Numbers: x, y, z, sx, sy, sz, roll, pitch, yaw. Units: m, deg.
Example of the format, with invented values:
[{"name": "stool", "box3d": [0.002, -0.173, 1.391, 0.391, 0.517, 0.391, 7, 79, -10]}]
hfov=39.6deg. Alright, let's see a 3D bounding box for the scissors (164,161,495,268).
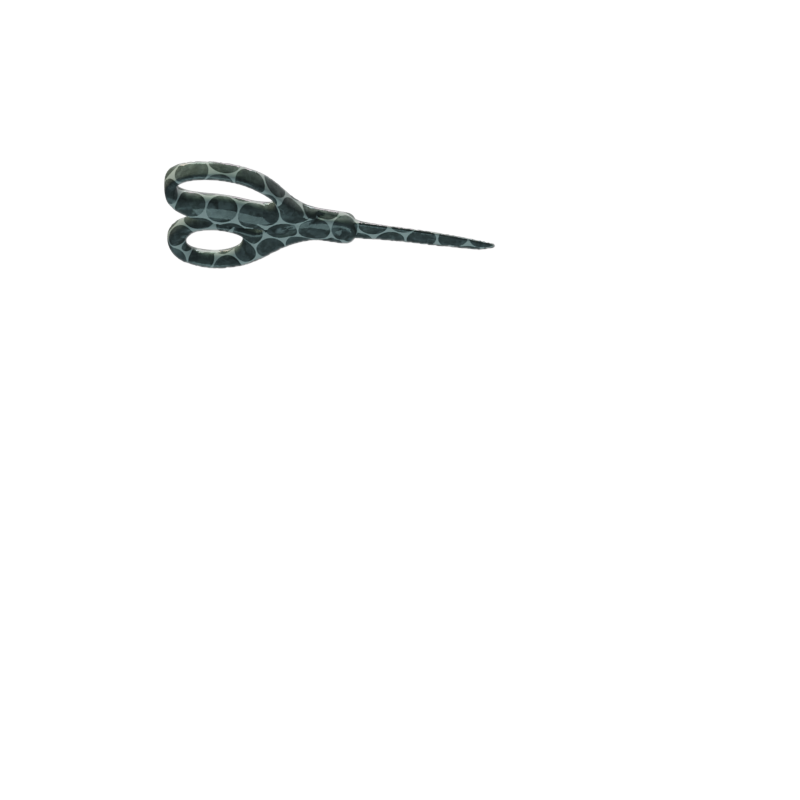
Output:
[{"name": "scissors", "box3d": [-0.053, -0.096, 0.671, 0.194, 0.017, 0.094, 15, -34, -23]}]
